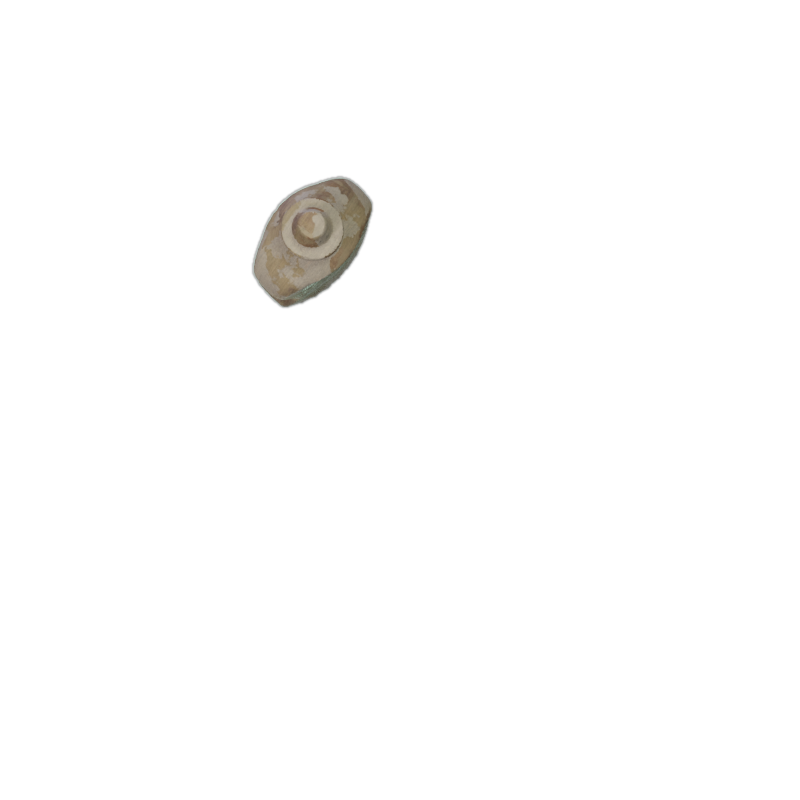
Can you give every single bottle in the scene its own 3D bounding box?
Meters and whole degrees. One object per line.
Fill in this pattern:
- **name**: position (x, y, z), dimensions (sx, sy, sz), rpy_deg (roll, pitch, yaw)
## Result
- **bottle**: position (-0.062, -0.112, 0.785), dimensions (0.096, 0.058, 0.191), rpy_deg (-44, 4, -2)
